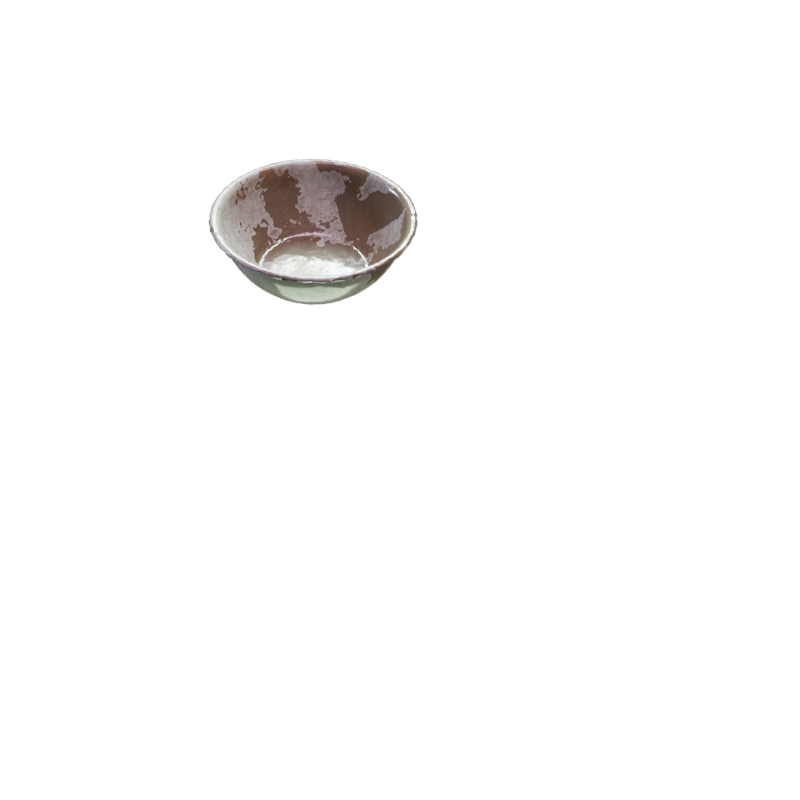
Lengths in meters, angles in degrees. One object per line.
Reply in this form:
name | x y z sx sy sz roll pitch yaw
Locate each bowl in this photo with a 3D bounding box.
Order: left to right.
bowl | -0.068 -0.125 0.875 0.162 0.051 0.174 -1 42 -1
